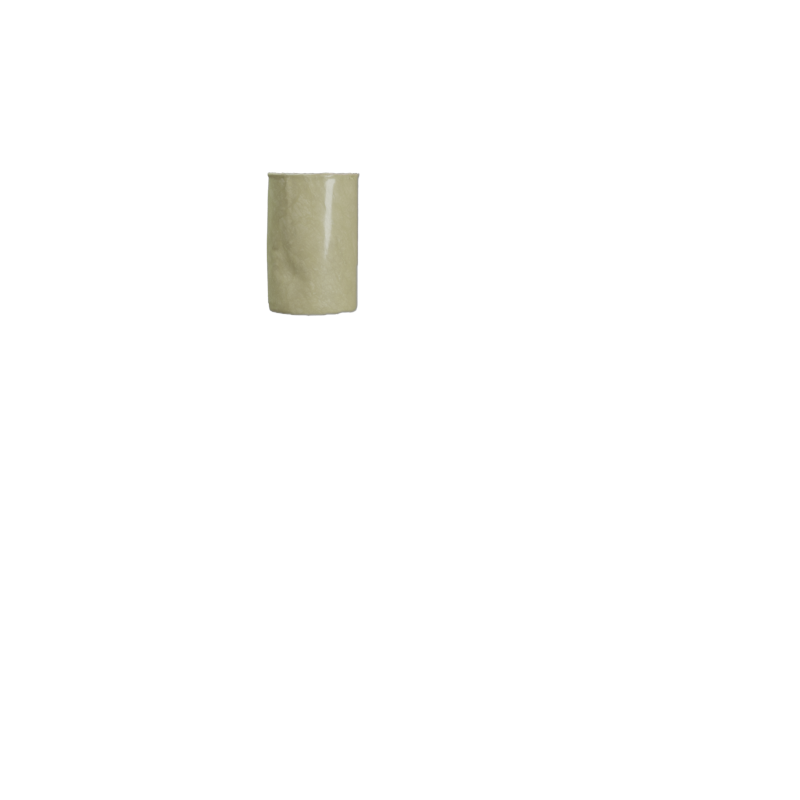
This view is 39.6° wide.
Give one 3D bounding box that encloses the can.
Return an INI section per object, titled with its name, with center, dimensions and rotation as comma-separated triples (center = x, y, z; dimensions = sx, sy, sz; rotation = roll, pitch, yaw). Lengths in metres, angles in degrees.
[can]
center = -0.064, -0.117, 0.818
dimensions = 0.068, 0.101, 0.070
rotation = 0, 6, -2
